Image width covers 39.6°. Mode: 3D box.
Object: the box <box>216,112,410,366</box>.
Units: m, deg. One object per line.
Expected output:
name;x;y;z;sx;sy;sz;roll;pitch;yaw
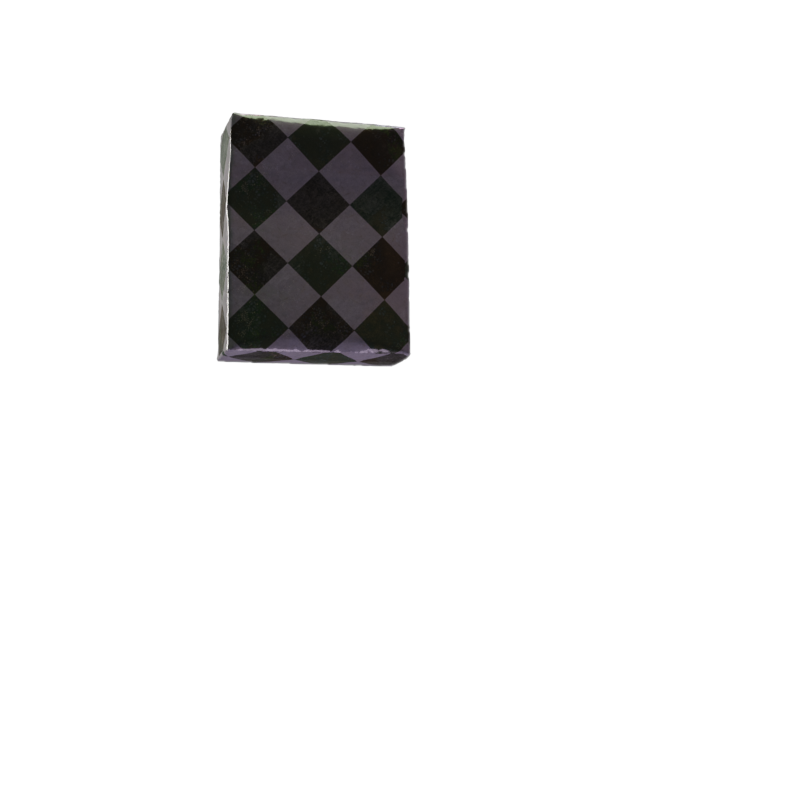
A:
box;-0.077;-0.141;0.985;0.161;0.221;0.071;2;-14;-14
